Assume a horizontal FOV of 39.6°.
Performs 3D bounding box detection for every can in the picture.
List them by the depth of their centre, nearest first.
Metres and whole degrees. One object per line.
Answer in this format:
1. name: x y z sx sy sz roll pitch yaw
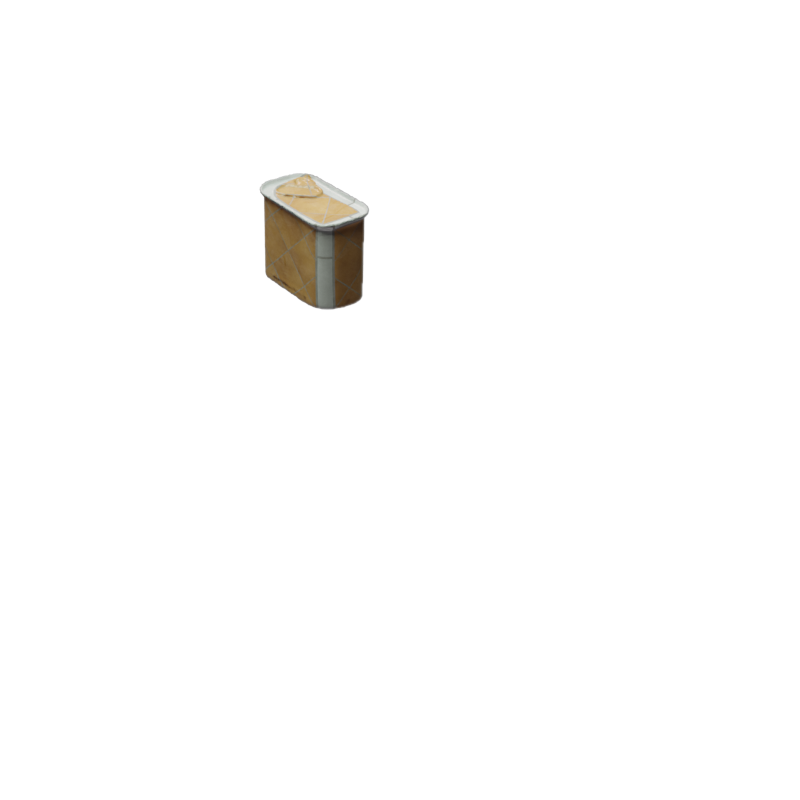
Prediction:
1. can: -0.074 -0.134 0.941 0.057 0.079 0.109 -21 38 -32
